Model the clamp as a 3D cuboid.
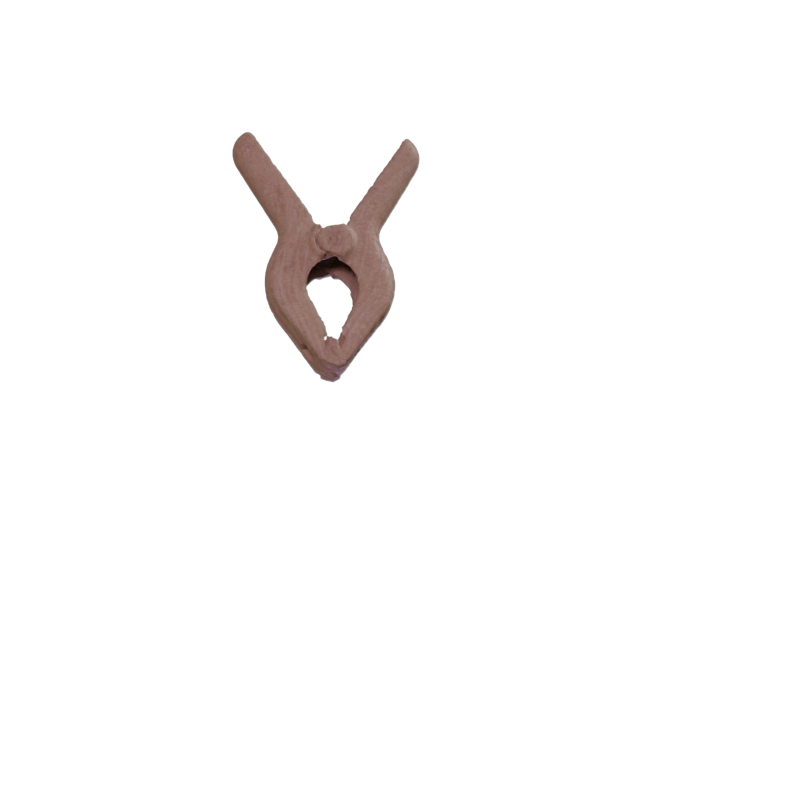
[{"bbox_3d":[-0.054,-0.098,0.687,0.121,0.182,0.037,5,-30,3],"label":"clamp"}]
